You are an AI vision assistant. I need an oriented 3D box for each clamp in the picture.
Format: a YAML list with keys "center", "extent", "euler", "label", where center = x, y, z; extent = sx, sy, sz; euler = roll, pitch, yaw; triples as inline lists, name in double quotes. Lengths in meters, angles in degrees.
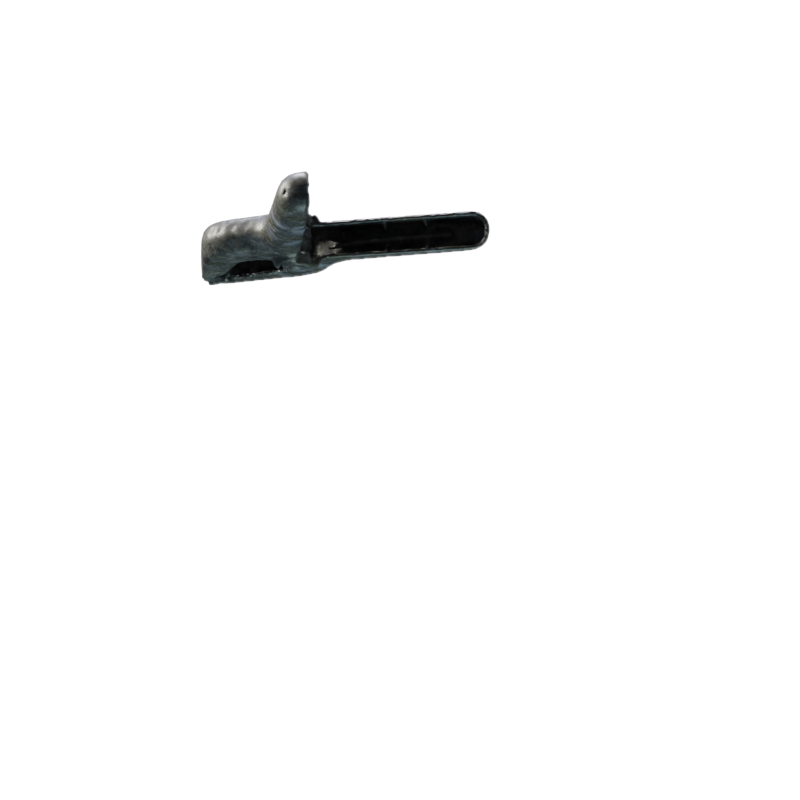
- center: [-0.058, -0.105, 0.738]
  extent: [0.157, 0.037, 0.214]
  euler: [5, -8, -36]
  label: "clamp"
